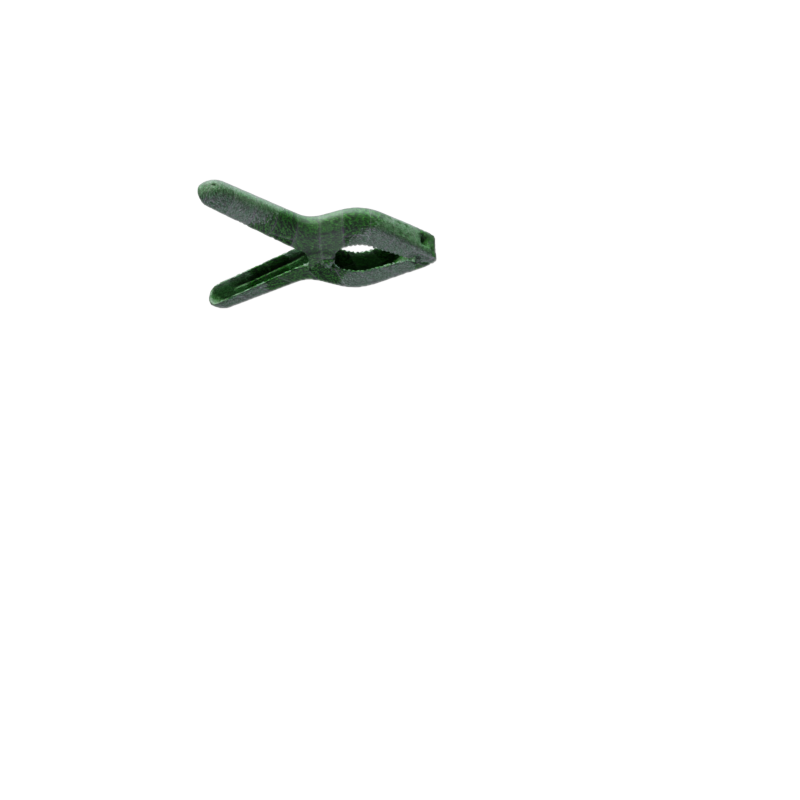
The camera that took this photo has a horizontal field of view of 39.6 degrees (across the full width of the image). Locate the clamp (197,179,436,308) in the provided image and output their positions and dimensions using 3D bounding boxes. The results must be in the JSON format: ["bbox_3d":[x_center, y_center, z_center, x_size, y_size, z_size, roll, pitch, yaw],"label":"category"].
[{"bbox_3d":[-0.075,-0.137,0.959,0.211,0.039,0.153,-3,-32,4],"label":"clamp"}]
